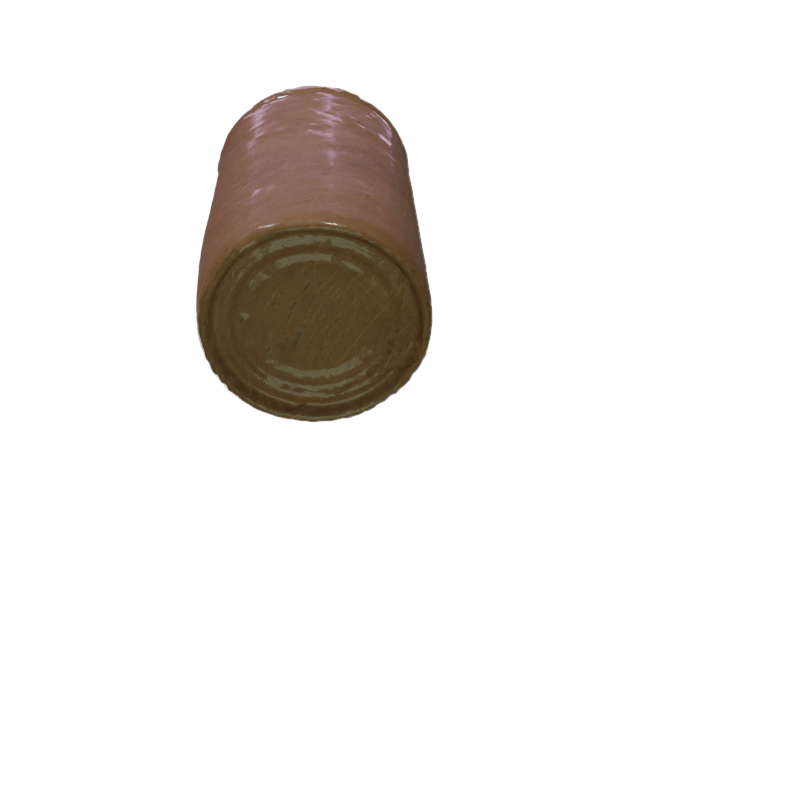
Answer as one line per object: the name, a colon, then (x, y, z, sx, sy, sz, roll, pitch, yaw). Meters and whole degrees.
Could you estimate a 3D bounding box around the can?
can: (-0.027, -0.050, 0.350, 0.068, 0.064, 0.109, -1, 33, -3)
